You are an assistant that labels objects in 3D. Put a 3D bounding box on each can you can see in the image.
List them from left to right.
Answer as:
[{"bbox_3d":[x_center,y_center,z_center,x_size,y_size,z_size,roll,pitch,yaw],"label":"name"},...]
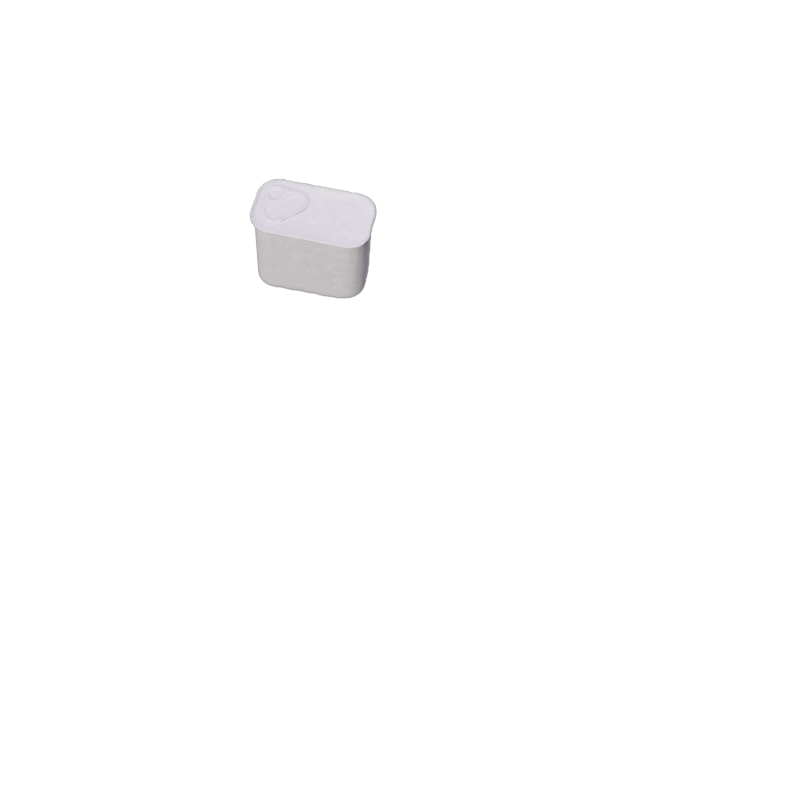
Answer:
[{"bbox_3d":[-0.074,-0.135,0.944,0.103,0.061,0.078,12,-32,6],"label":"can"}]
